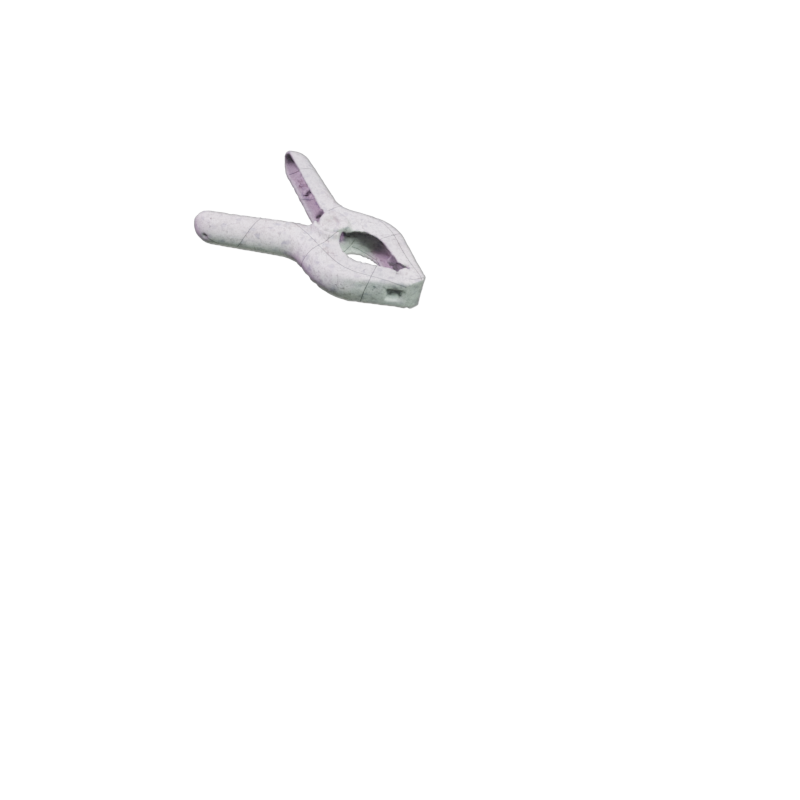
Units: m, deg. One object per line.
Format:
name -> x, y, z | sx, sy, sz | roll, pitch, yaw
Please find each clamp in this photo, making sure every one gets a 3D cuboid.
clamp -> -0.064, -0.116, 0.812 | 0.121, 0.036, 0.183 | -36, 58, -28
